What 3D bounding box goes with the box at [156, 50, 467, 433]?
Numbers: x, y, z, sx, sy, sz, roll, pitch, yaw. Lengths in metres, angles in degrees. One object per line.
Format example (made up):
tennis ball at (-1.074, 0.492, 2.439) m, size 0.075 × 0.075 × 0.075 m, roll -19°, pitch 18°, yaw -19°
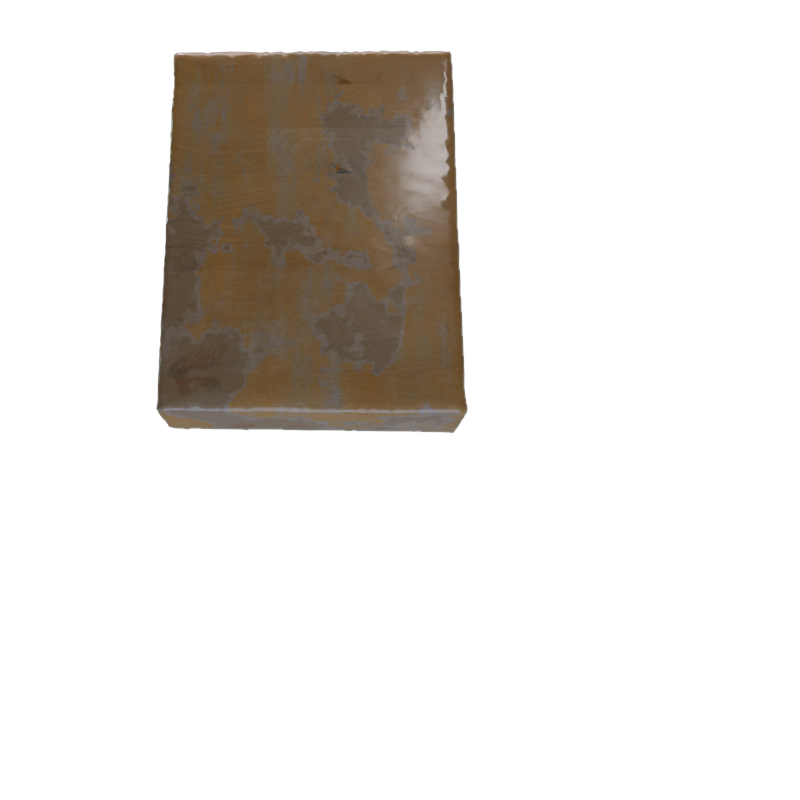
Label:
box at (-0.050, -0.091, 0.637) m, size 0.164 × 0.224 × 0.069 m, roll -1°, pitch -19°, yaw -1°
